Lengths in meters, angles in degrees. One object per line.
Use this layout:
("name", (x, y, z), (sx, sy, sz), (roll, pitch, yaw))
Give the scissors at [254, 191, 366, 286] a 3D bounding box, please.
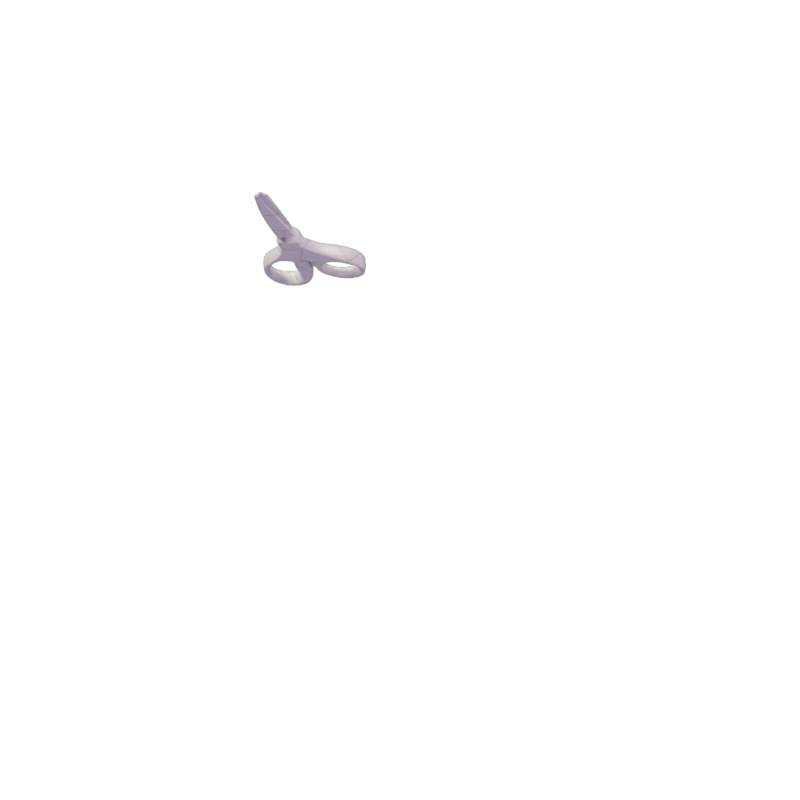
("scissors", (-0.069, -0.126, 0.884), (0.095, 0.016, 0.196), (1, -11, -7))
